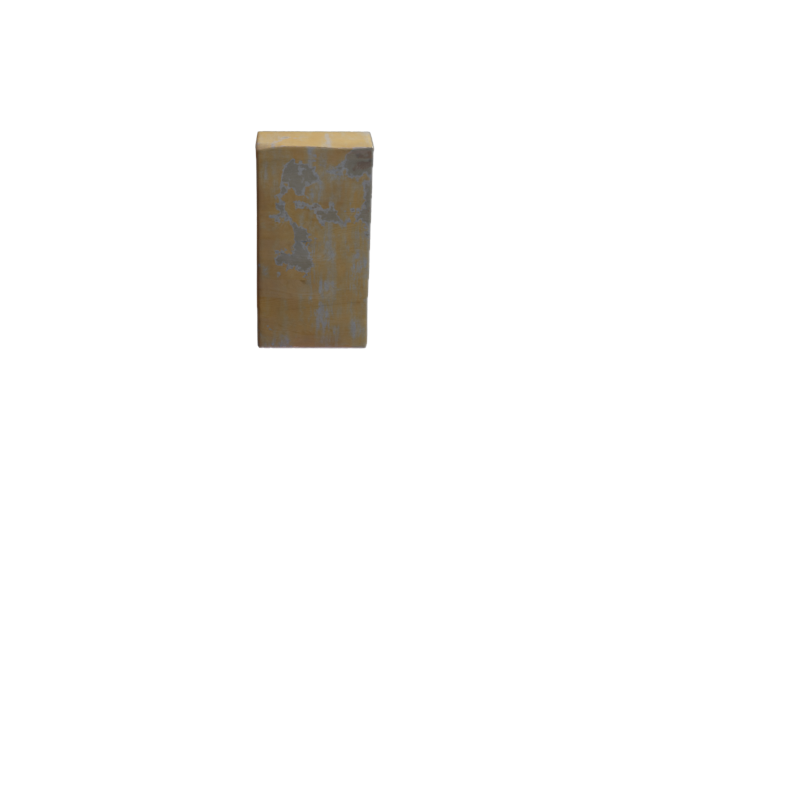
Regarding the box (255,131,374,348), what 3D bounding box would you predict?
[{"bbox_3d":[-0.070,-0.127,0.893,0.093,0.166,0.051,0,28,-3],"label":"box"}]
